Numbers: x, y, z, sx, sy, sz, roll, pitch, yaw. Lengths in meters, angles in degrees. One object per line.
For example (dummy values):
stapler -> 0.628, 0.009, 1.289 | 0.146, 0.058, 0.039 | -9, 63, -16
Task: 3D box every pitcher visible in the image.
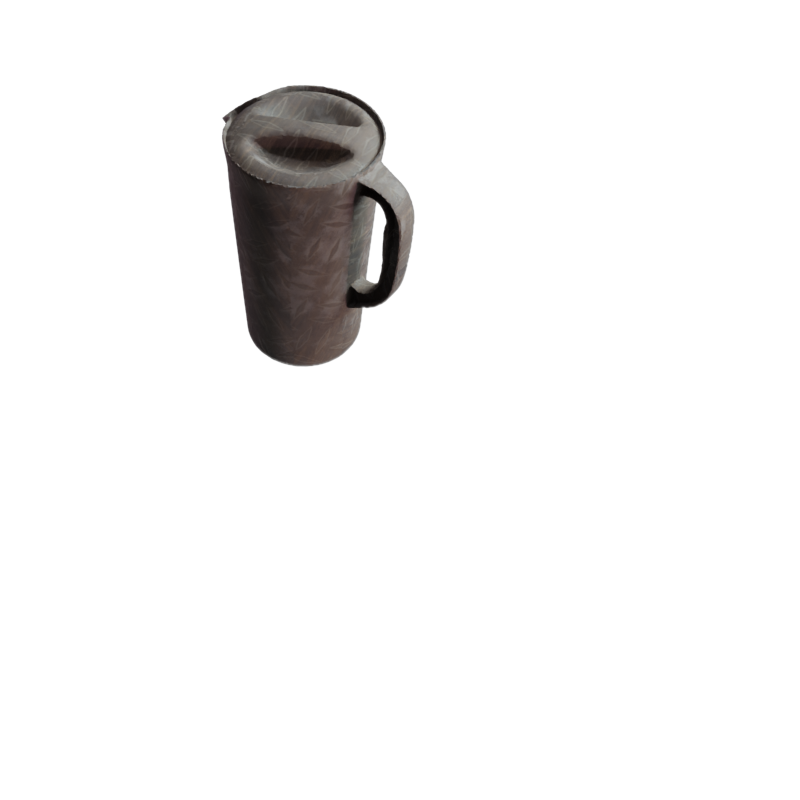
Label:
pitcher -> -0.076, -0.138, 0.969 | 0.144, 0.161, 0.226 | -6, -42, -8
